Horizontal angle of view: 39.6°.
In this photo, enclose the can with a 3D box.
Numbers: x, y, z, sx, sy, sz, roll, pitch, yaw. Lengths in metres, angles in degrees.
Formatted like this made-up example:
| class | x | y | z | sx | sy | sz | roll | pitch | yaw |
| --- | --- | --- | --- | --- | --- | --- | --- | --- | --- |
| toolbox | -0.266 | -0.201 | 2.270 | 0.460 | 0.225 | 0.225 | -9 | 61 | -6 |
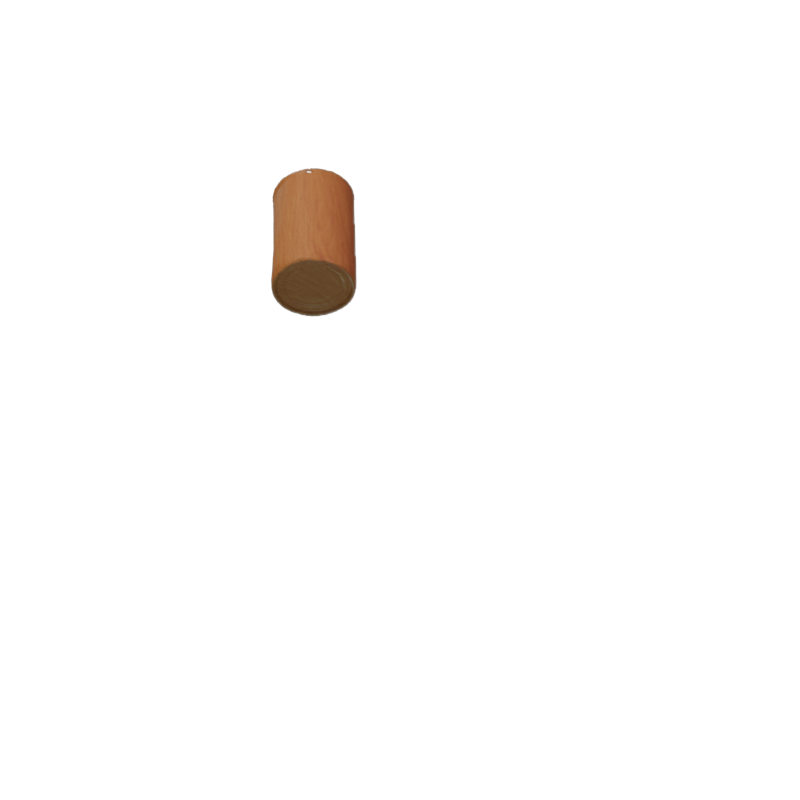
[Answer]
| class | x | y | z | sx | sy | sz | roll | pitch | yaw |
| --- | --- | --- | --- | --- | --- | --- | --- | --- | --- |
| can | -0.069 | -0.126 | 0.885 | 0.068 | 0.110 | 0.064 | -1 | -41 | -3 |
